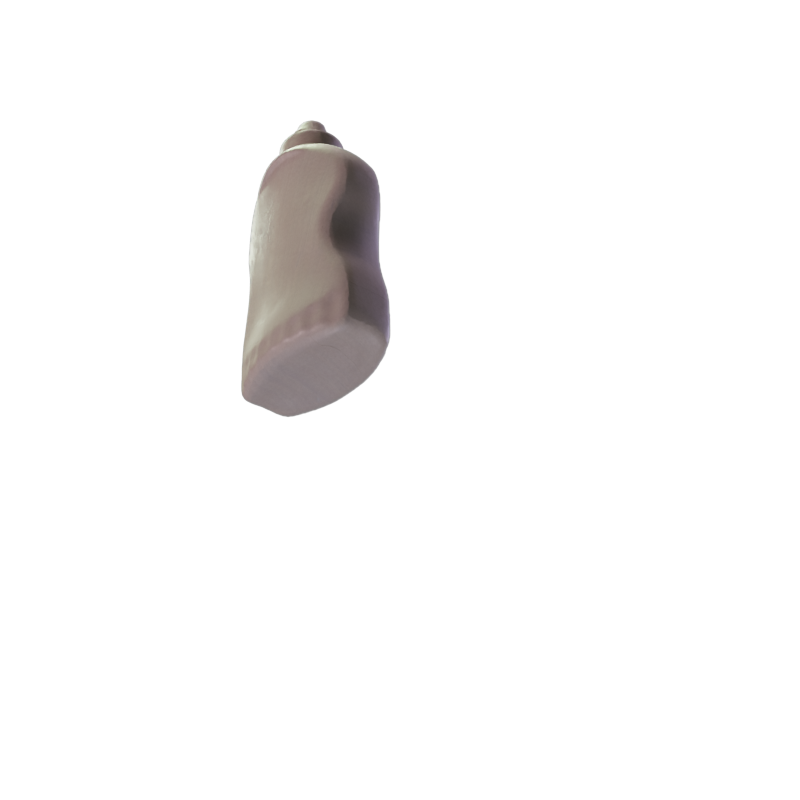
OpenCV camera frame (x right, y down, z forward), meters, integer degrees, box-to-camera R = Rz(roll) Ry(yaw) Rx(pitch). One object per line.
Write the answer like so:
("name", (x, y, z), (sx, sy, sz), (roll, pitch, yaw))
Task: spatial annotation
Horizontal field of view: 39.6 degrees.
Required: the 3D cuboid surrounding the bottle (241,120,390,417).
("bottle", (-0.051, -0.093, 0.650), (0.055, 0.206, 0.094), (25, -46, -31))
